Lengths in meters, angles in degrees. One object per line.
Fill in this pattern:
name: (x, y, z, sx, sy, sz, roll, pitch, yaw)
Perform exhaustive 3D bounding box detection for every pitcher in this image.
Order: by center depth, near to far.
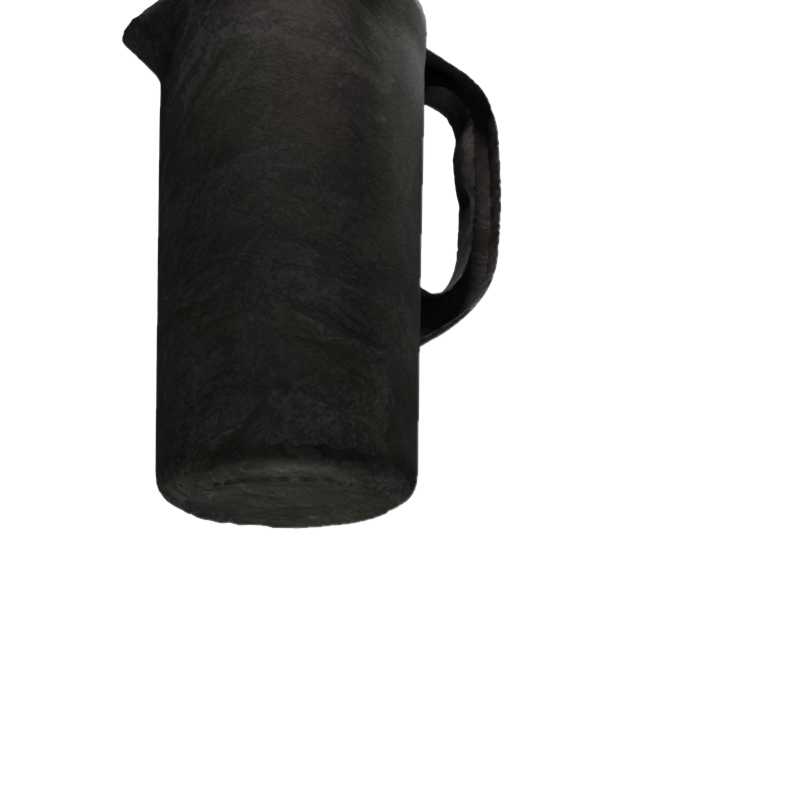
pitcher: (-0.040, -0.072, 0.506, 0.152, 0.256, 0.135, -11, -25, 21)
